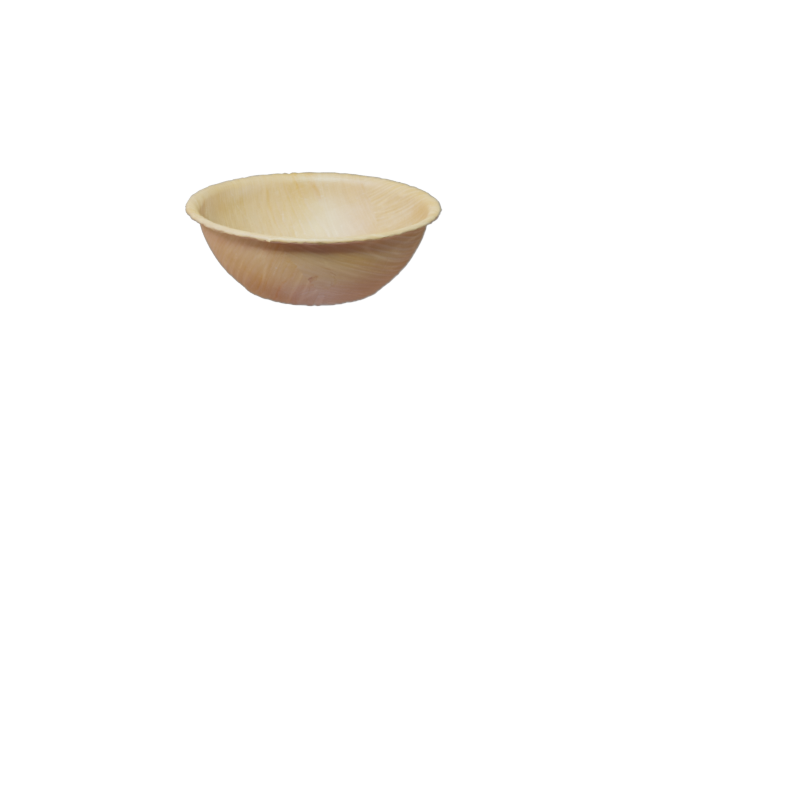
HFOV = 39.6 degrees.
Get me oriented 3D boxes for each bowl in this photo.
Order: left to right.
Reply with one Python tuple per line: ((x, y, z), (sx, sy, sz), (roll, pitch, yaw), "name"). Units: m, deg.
((-0.056, -0.101, 0.710), (0.162, 0.052, 0.170), (-1, 24, -2), "bowl")
